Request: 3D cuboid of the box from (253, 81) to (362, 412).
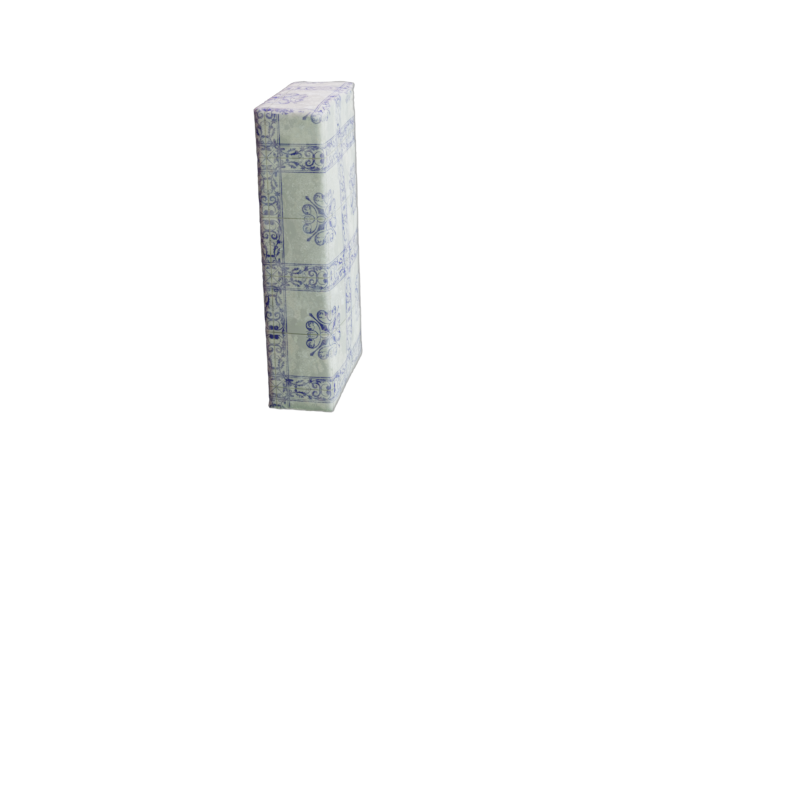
[{"bbox_3d":[-0.051,-0.093,0.651,0.049,0.169,0.096,4,21,8],"label":"box"}]
